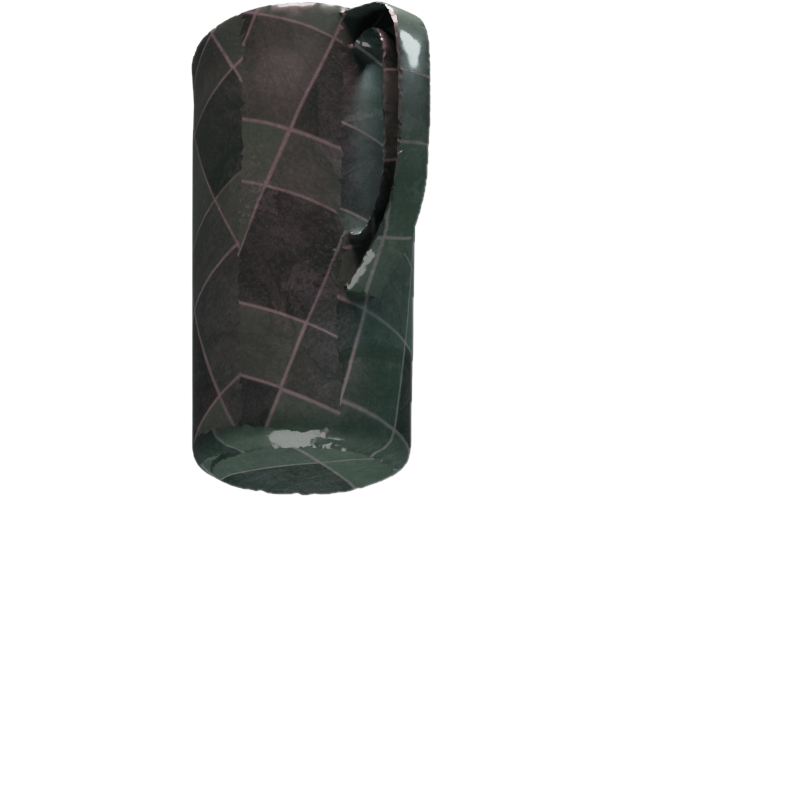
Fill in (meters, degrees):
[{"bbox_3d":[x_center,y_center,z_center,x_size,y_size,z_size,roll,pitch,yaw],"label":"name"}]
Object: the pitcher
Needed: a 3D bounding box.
[{"bbox_3d":[-0.046,-0.084,0.586,0.146,0.257,0.140,-6,-24,9],"label":"pitcher"}]
